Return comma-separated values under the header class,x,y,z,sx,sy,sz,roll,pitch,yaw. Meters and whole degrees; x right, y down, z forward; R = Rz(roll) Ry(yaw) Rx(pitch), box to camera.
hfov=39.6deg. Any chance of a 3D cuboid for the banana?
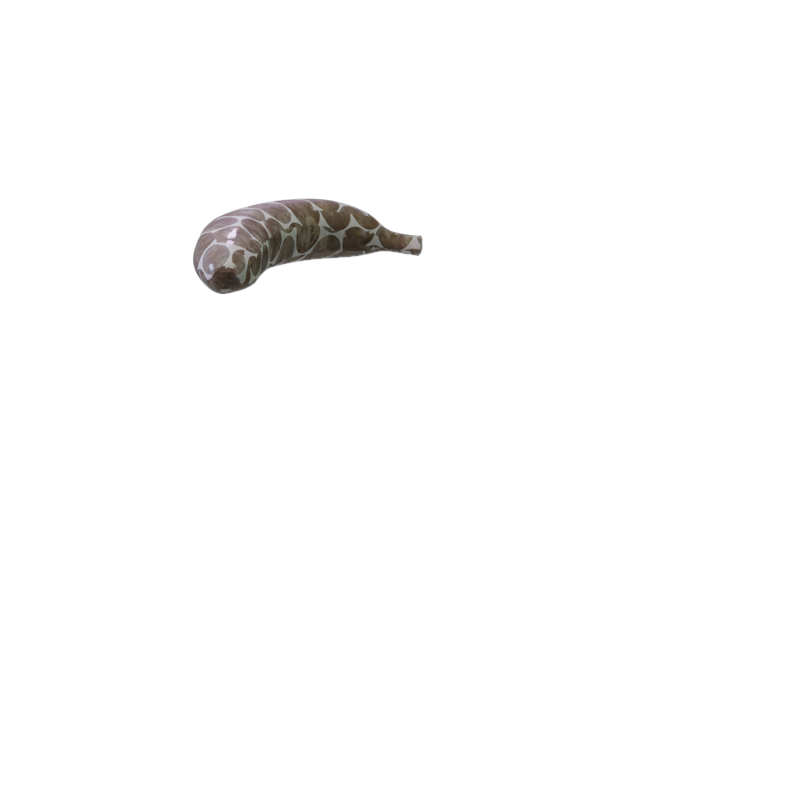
class,x,y,z,sx,sy,sz,roll,pitch,yaw
banana,-0.060,-0.086,0.593,0.072,0.036,0.195,8,17,28
